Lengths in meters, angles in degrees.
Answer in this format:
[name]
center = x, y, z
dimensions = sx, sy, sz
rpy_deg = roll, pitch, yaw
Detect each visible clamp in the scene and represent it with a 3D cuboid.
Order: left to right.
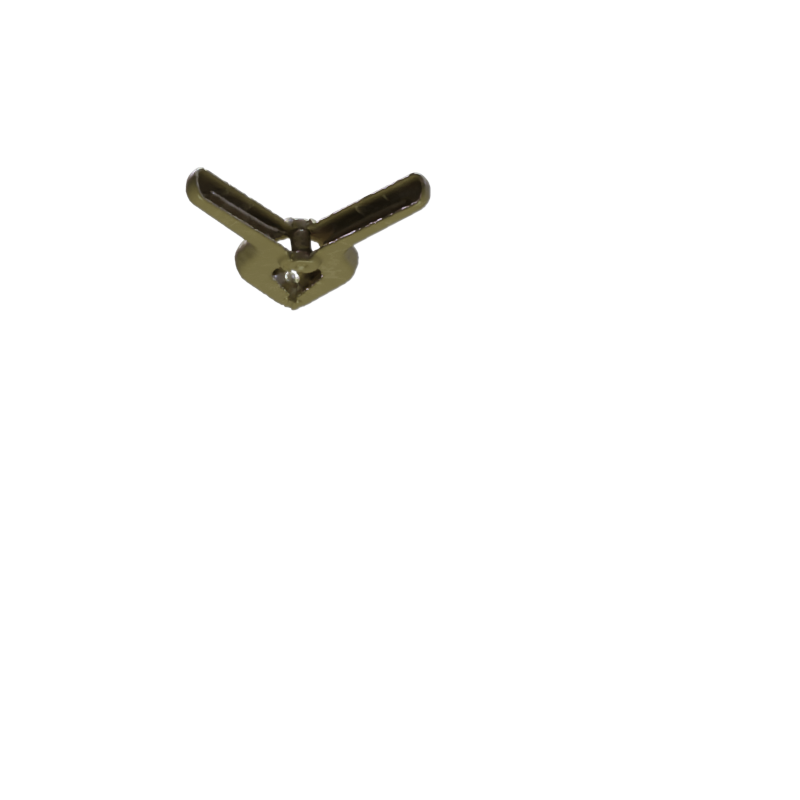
[clamp]
center = -0.064, -0.117, 0.822
dimensions = 0.165, 0.038, 0.200
rpy_deg = 0, -18, -1
